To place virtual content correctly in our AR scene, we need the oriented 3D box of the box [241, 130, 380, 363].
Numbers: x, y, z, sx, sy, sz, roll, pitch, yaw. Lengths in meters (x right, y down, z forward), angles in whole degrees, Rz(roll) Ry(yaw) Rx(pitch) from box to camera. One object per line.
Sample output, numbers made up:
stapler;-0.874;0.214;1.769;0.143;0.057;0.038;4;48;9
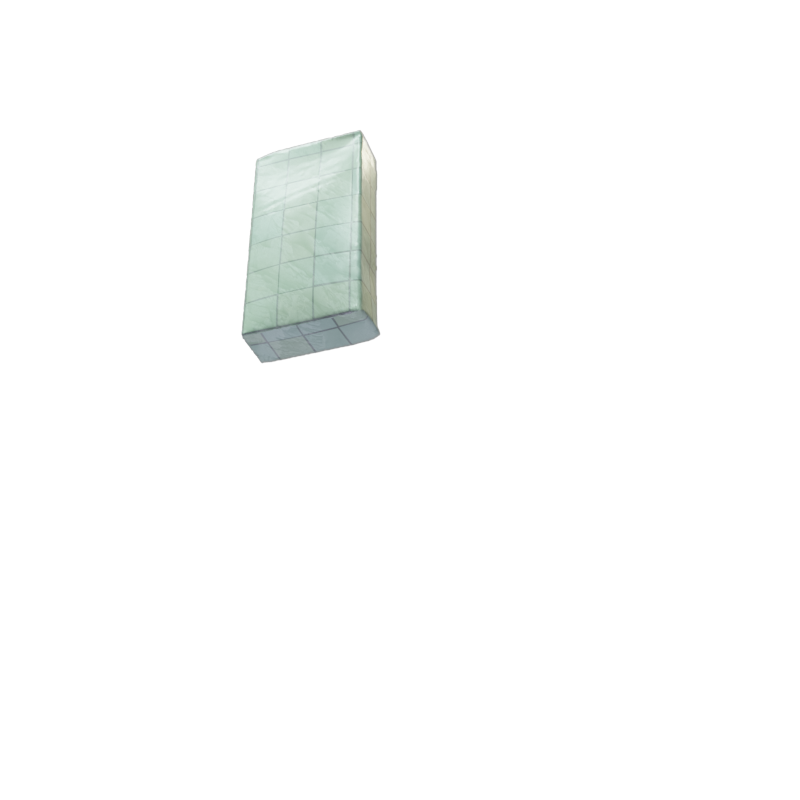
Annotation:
box;-0.065;-0.119;0.832;0.094;0.189;0.044;-13;-36;15
